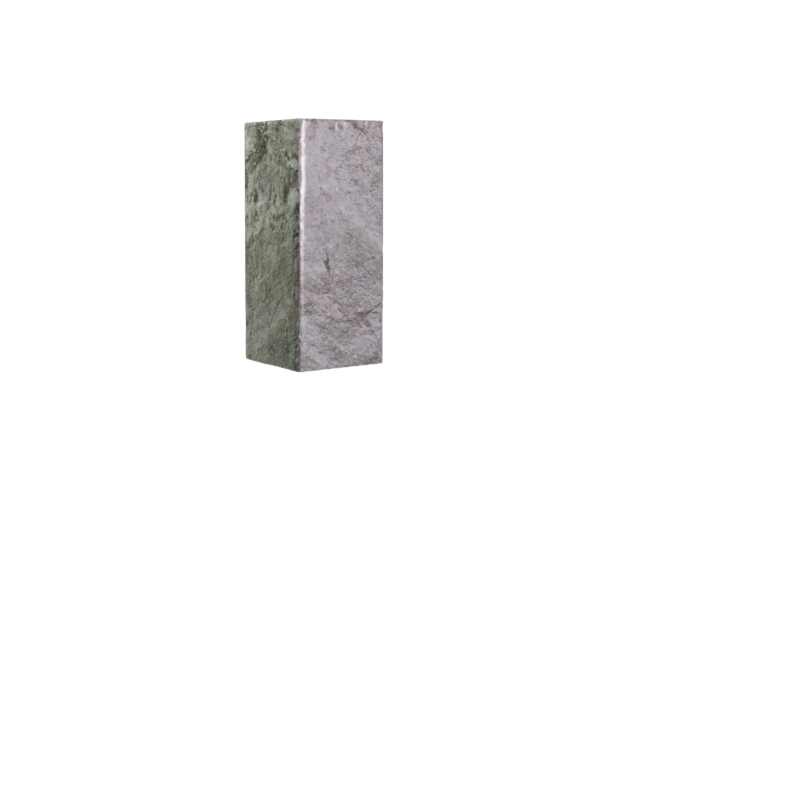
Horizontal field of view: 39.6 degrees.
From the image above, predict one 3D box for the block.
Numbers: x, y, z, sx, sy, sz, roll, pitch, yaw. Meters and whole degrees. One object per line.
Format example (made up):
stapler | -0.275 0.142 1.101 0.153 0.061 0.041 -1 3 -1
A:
block | -0.074 -0.136 0.952 0.088 0.204 0.094 -3 5 -35
